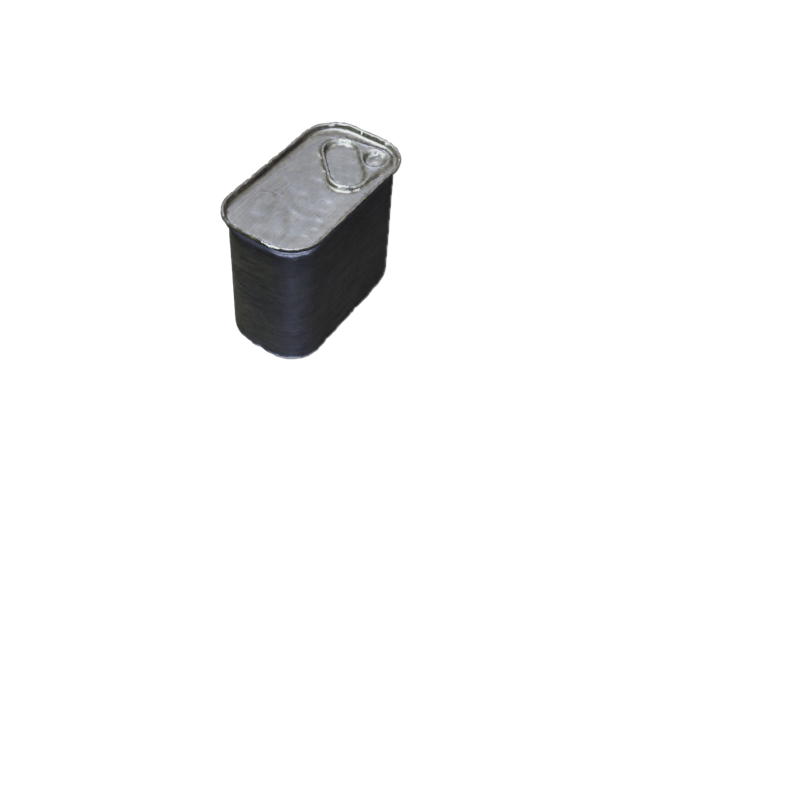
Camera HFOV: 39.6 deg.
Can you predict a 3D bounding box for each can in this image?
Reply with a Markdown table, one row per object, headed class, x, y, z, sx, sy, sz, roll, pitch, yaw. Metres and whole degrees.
| class | x | y | z | sx | sy | sz | roll | pitch | yaw |
| --- | --- | --- | --- | --- | --- | --- | --- | --- | --- |
| can | -0.046 | -0.084 | 0.586 | 0.060 | 0.078 | 0.104 | 26 | 52 | 20 |
